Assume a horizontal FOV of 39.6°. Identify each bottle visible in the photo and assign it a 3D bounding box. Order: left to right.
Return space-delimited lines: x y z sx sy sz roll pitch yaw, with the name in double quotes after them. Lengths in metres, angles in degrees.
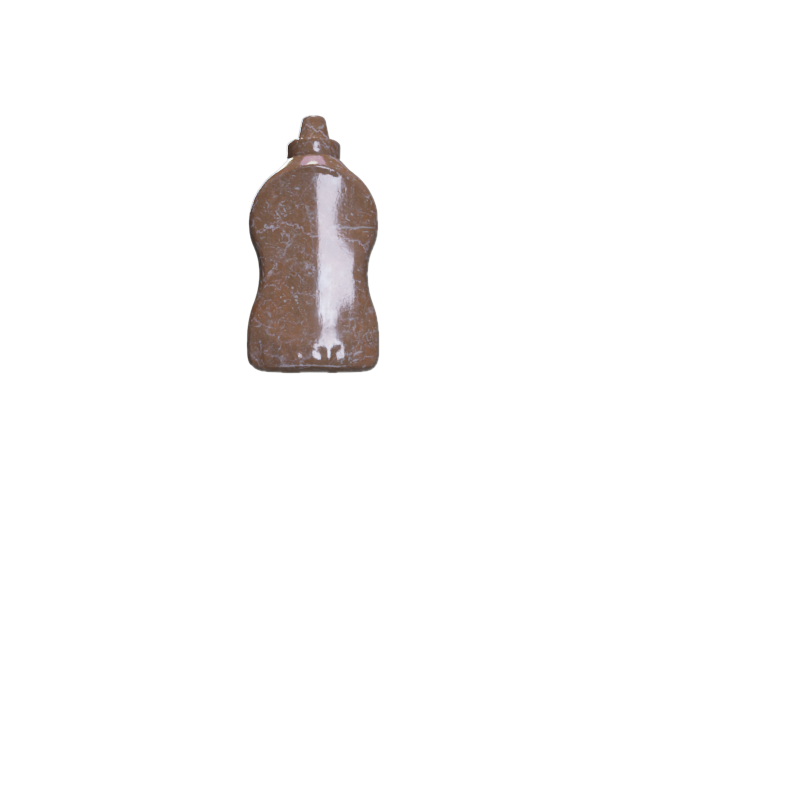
-0.065 -0.118 0.824 0.096 0.196 0.057 -1 -10 2 "bottle"
